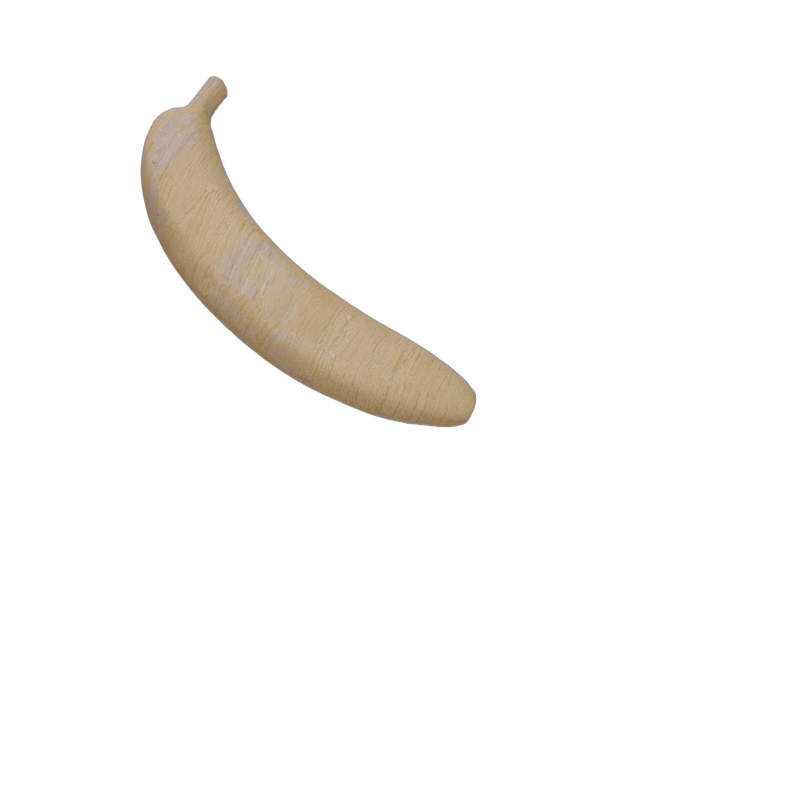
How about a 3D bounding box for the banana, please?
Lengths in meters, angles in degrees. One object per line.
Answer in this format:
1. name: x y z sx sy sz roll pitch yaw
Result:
1. banana: -0.053 -0.058 0.448 0.070 0.210 0.035 -30 -24 -15
